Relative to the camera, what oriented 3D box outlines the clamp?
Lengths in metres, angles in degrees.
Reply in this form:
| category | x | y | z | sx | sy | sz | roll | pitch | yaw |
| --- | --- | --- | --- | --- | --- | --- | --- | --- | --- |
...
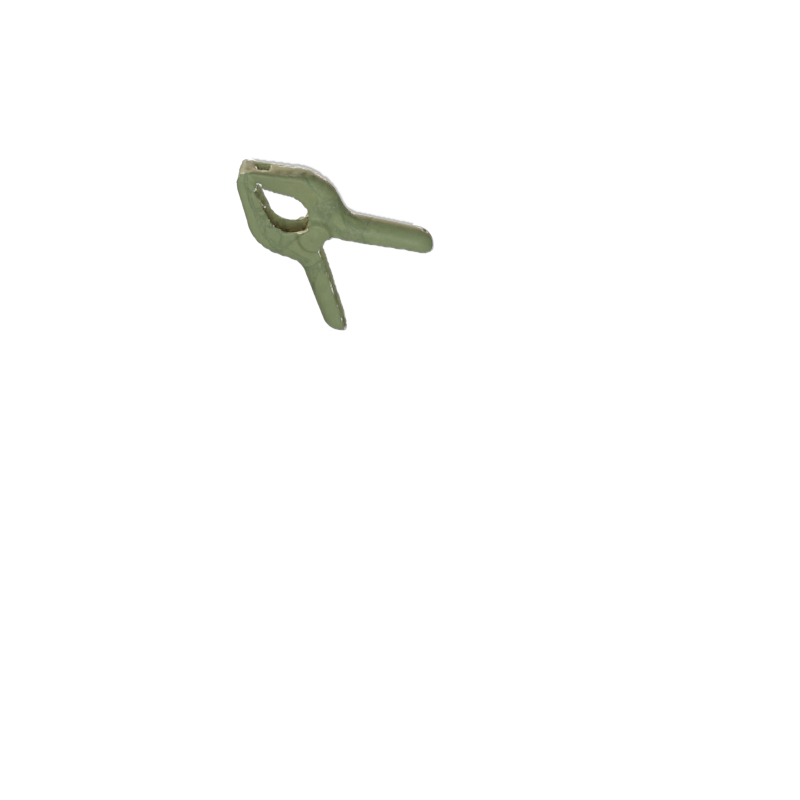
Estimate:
| category | x | y | z | sx | sy | sz | roll | pitch | yaw |
| --- | --- | --- | --- | --- | --- | --- | --- | --- | --- |
| clamp | -0.072 | -0.132 | 0.921 | 0.166 | 0.117 | 0.041 | 31 | 20 | -13 |
